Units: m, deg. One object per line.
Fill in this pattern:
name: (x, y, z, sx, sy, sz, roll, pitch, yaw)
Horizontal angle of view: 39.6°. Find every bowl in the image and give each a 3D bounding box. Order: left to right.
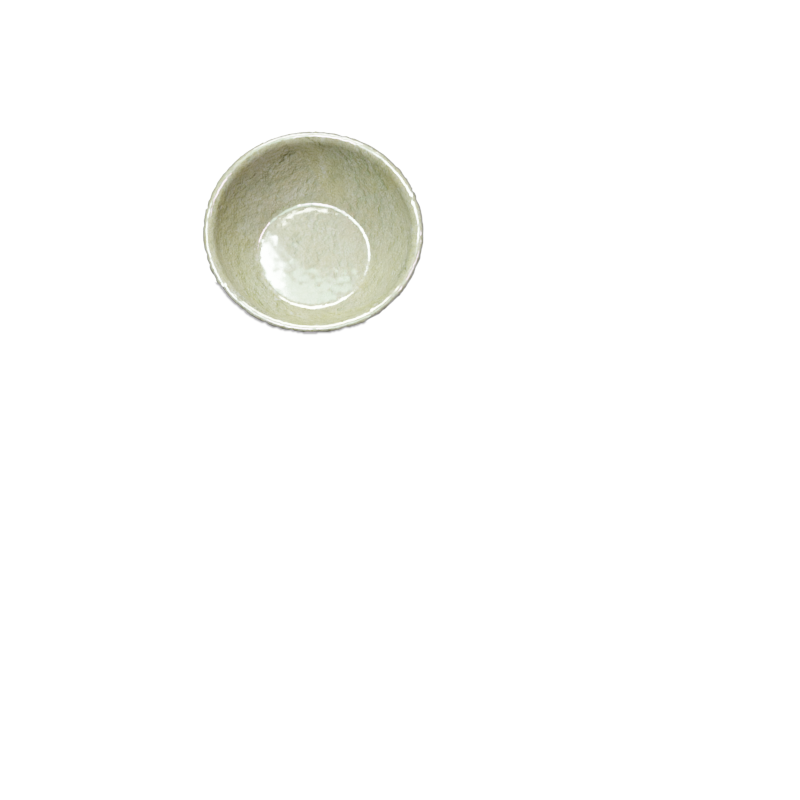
bowl: (-0.065, -0.119, 0.835, 0.162, 0.170, 0.052, -1, -21, -1)
